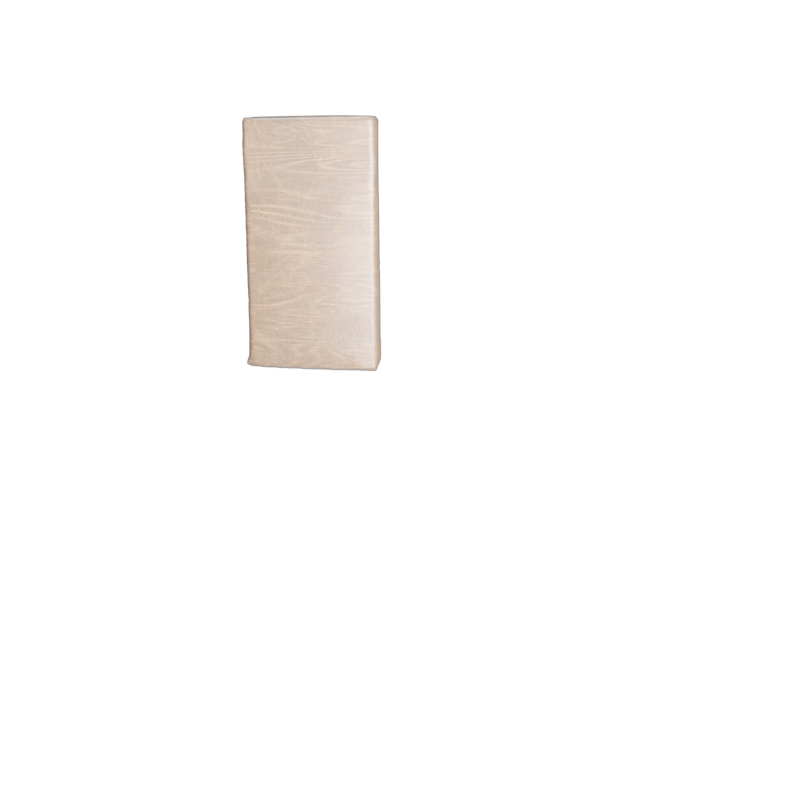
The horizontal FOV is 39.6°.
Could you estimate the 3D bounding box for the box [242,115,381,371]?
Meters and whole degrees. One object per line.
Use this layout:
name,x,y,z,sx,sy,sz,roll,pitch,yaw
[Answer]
box,-0.061,-0.111,0.778,0.094,0.174,0.048,1,6,7
